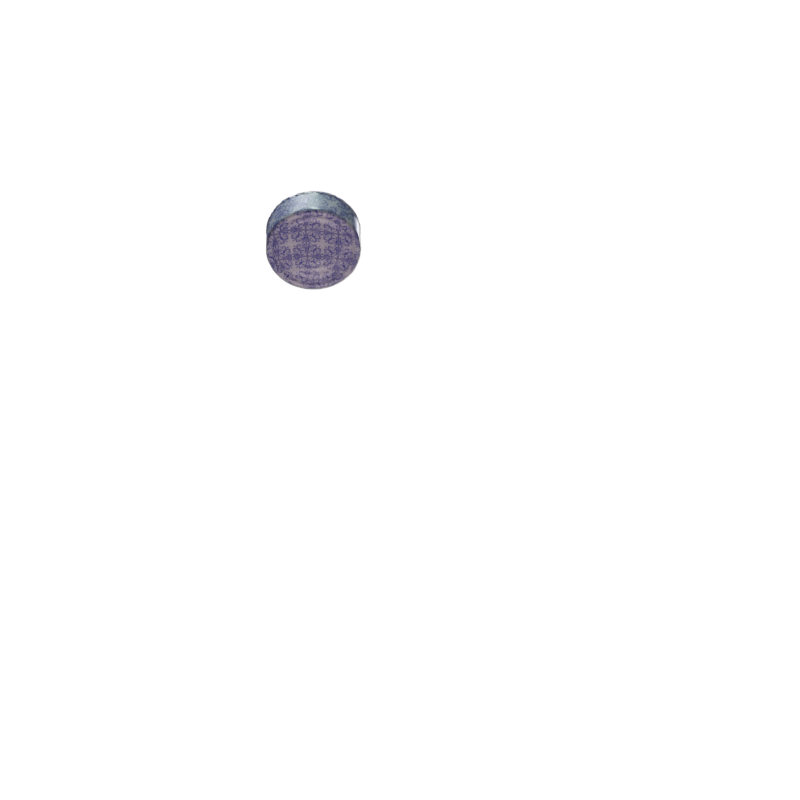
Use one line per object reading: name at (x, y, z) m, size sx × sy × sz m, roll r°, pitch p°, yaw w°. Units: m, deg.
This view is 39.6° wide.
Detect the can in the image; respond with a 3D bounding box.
can at (-0.077, -0.141, 0.988) m, size 0.086 × 0.080 × 0.036 m, roll 1°, pitch 36°, yaw -1°
